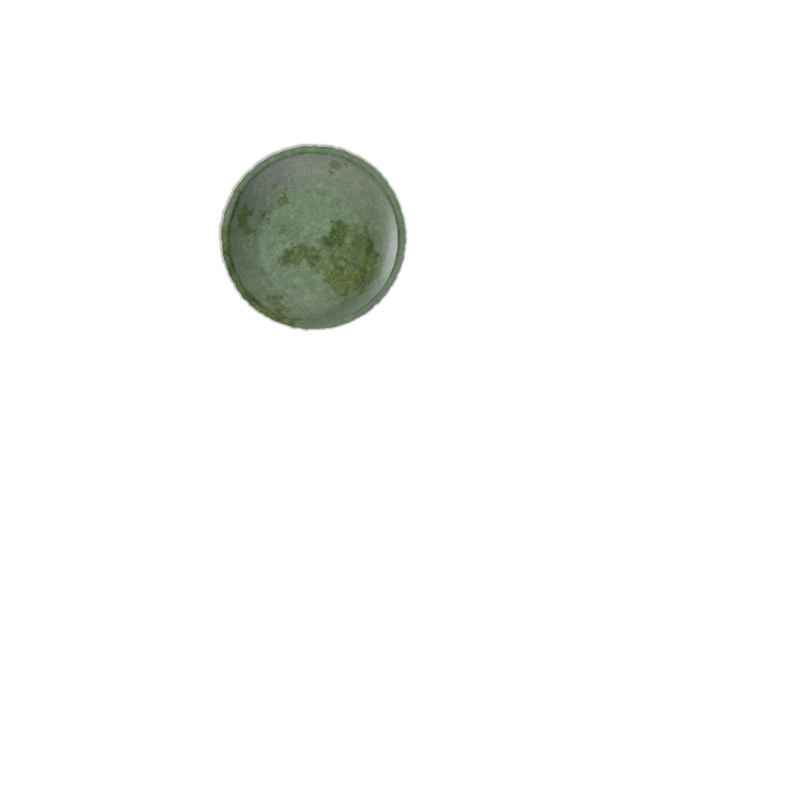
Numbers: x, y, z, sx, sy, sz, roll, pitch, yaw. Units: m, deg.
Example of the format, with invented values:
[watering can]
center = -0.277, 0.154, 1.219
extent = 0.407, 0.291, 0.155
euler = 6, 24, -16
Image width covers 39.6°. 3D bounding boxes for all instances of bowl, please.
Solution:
[bowl]
center = -0.073, -0.134, 0.938
extent = 0.162, 0.159, 0.056
euler = 0, 8, -1
